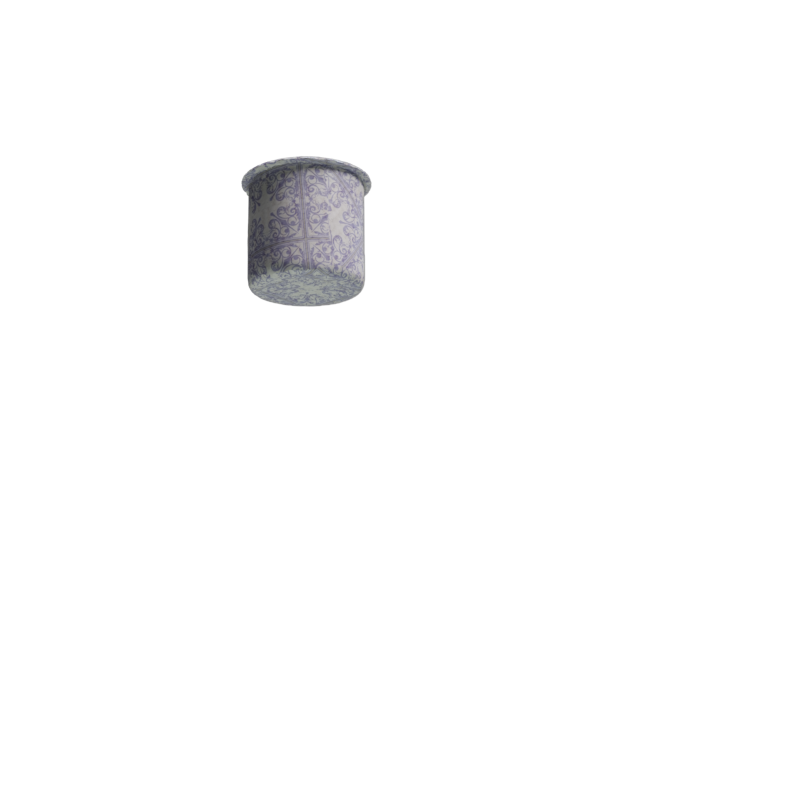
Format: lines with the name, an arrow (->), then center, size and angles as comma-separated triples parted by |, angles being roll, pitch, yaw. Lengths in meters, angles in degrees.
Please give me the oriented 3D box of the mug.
mug -> -0.062, -0.112, 0.787 | 0.095, 0.085, 0.110 | -7, -17, 21
